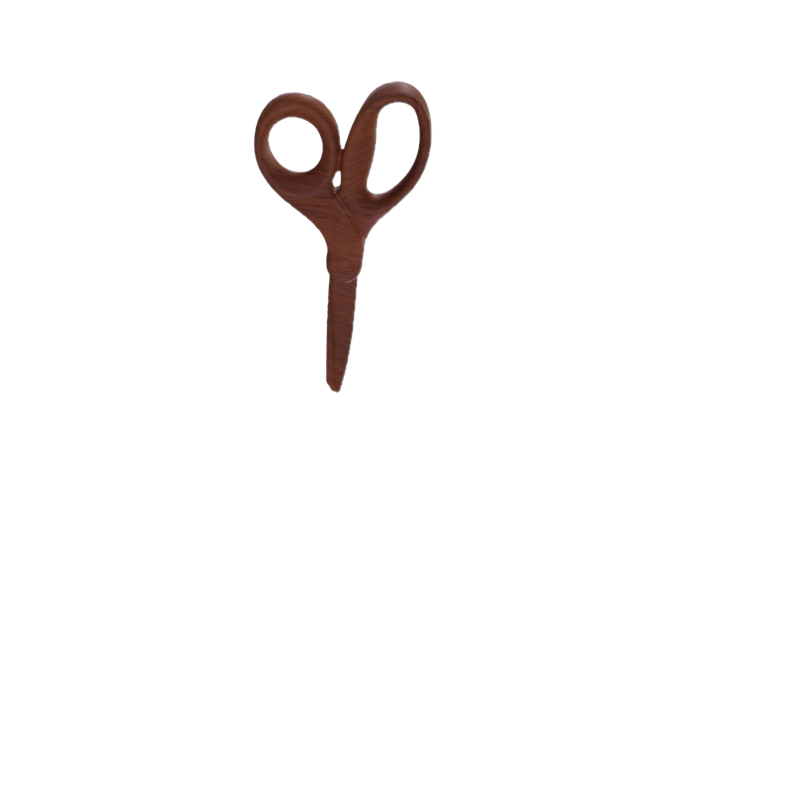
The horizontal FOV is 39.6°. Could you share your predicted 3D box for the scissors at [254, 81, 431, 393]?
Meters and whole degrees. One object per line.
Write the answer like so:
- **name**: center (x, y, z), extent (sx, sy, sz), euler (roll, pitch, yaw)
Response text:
- **scissors**: center (-0.046, -0.083, 0.584), extent (0.094, 0.192, 0.017), euler (16, 38, -13)
